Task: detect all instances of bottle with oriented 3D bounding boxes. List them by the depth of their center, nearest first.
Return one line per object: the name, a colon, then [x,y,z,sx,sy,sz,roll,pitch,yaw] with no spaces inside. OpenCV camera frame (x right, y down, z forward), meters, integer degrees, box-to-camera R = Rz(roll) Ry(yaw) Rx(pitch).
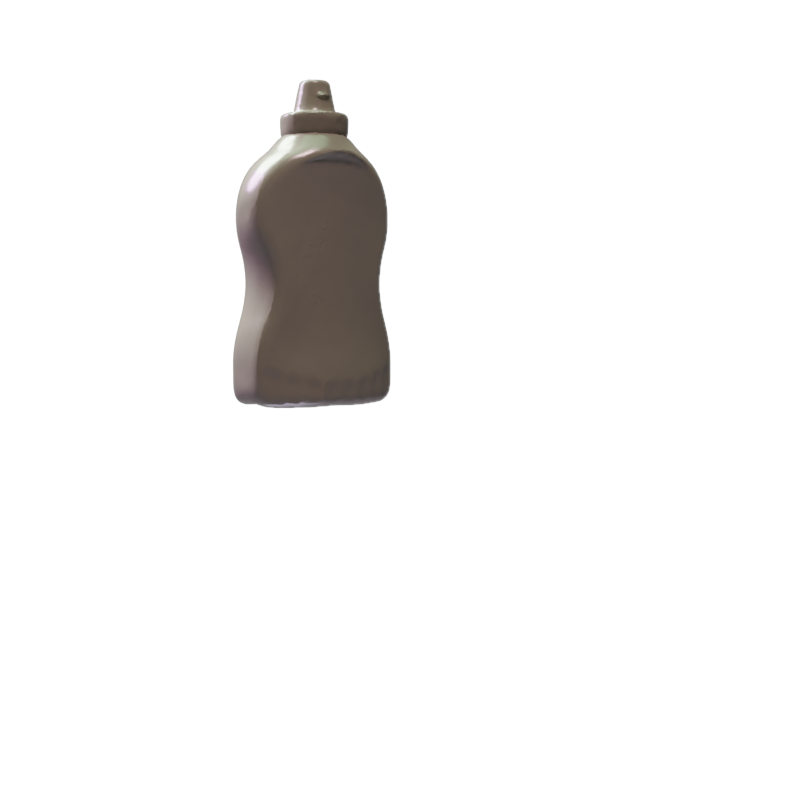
bottle: [-0.051,-0.094,0.659,0.092,0.193,0.060,1,-3,-33]
